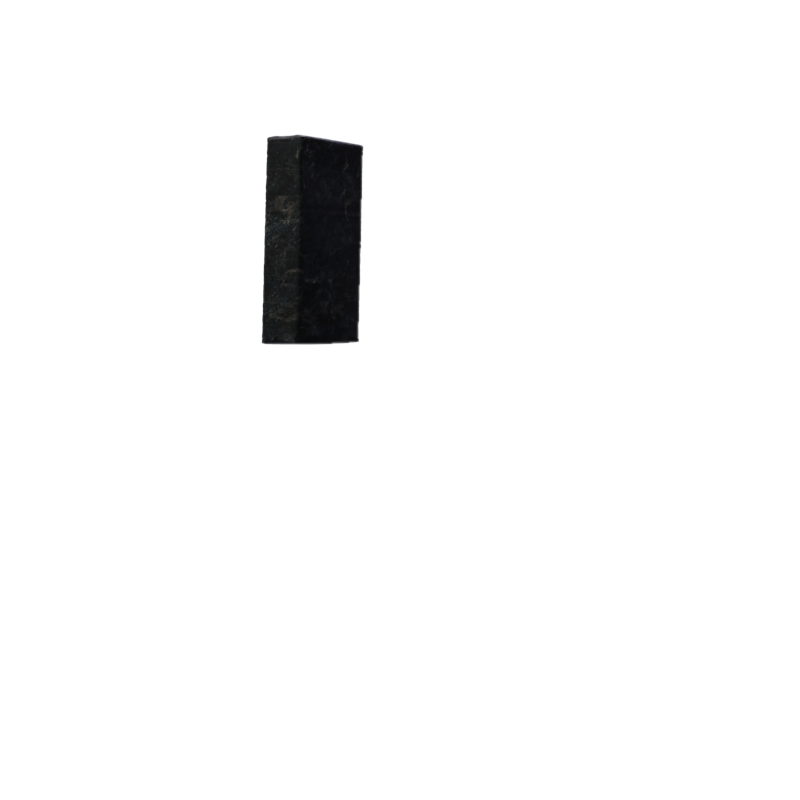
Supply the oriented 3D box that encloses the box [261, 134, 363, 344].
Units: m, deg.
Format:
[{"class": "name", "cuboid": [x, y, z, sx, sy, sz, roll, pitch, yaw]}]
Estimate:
[{"class": "box", "cuboid": [-0.075, -0.137, 0.959, 0.050, 0.177, 0.090, -2, -2, 35]}]
